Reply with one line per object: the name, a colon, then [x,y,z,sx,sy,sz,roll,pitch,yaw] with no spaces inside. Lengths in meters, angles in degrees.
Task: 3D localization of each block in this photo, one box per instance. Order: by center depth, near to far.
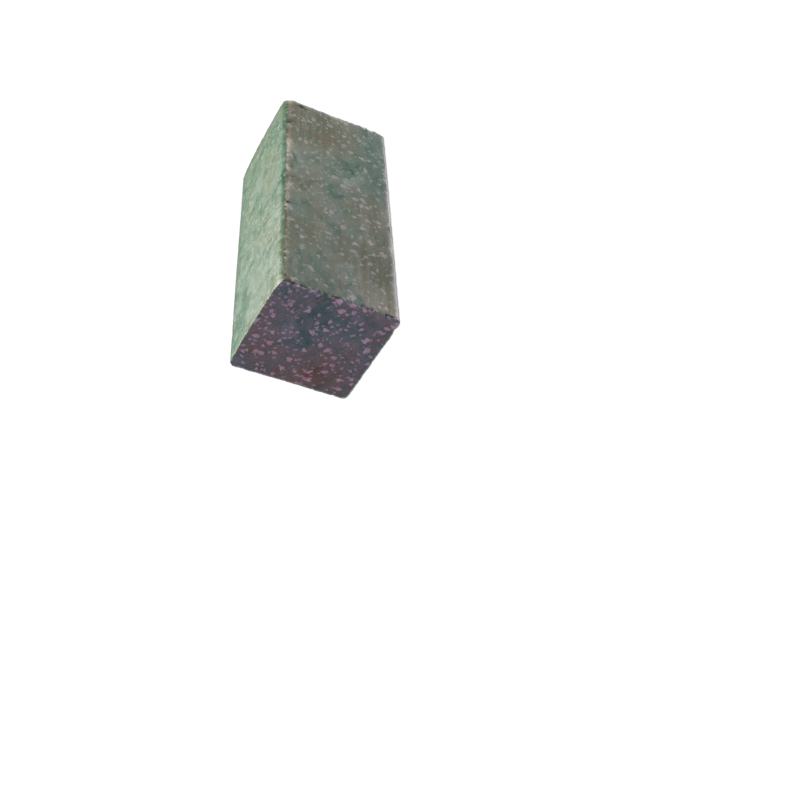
block: [-0.064,-0.117,0.819,0.087,0.221,0.087,18,-49,-20]
